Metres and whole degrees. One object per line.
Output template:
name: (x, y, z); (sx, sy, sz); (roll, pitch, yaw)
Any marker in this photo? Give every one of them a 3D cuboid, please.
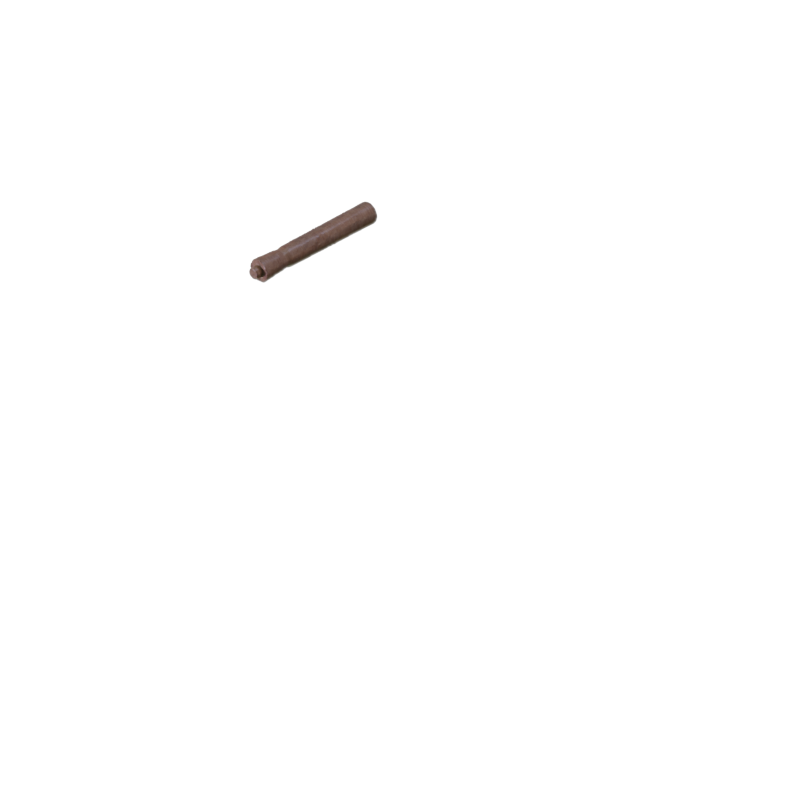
marker: (-0.066, -0.120, 0.841); (0.121, 0.019, 0.021); (-34, 24, -34)
